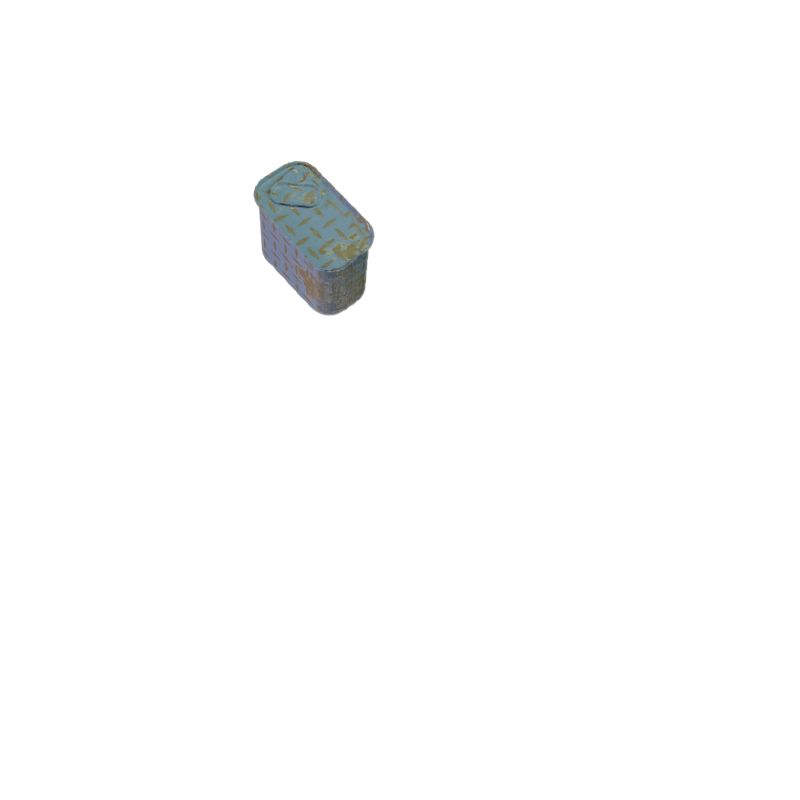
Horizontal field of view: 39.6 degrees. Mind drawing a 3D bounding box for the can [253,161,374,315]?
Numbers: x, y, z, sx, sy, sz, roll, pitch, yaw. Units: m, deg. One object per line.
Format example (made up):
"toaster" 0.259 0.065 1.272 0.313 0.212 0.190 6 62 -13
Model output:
"can" -0.069 -0.126 0.884 0.058 0.108 0.079 -35 -22 -18
